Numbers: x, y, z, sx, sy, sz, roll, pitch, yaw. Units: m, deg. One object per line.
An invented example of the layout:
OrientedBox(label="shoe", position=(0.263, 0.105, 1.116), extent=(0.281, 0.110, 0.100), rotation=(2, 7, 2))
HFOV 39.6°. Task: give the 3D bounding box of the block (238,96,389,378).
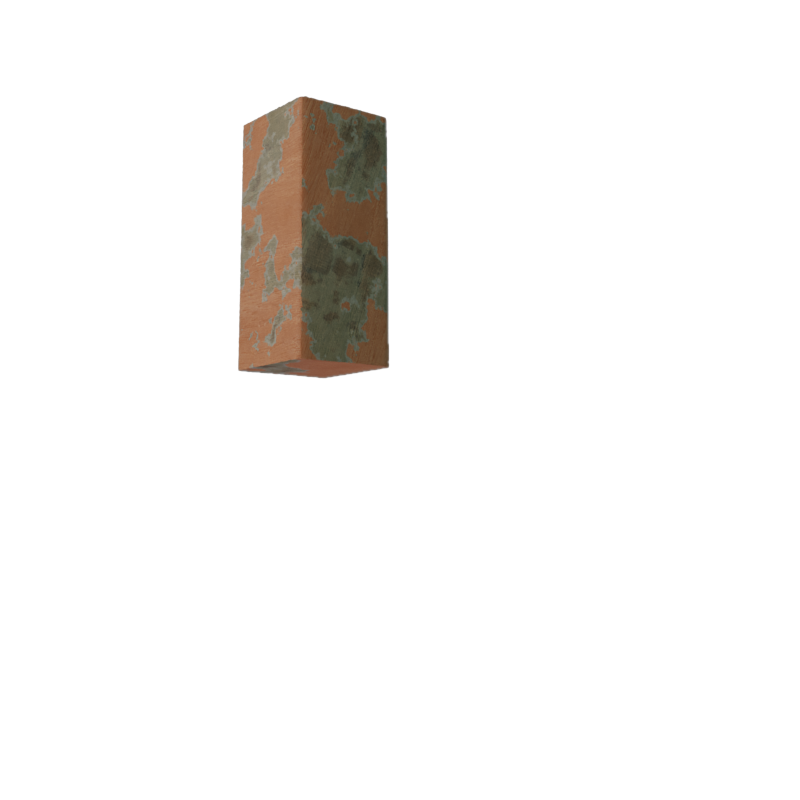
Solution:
OrientedBox(label="block", position=(-0.069, -0.128, 0.895), extent=(0.086, 0.213, 0.092), rotation=(9, -15, -37))
